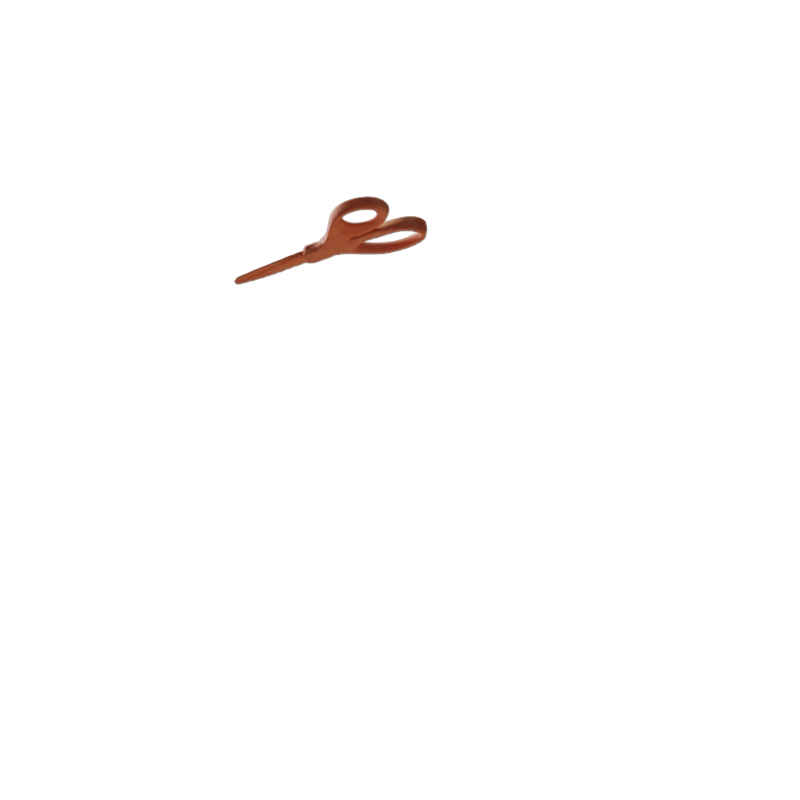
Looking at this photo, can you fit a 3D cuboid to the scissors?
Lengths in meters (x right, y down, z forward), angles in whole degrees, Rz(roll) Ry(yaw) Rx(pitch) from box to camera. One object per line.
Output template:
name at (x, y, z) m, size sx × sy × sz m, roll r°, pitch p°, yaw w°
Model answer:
scissors at (-0.077, -0.141, 0.989) m, size 0.205 × 0.017 × 0.089 m, roll -9°, pitch -24°, yaw 19°
